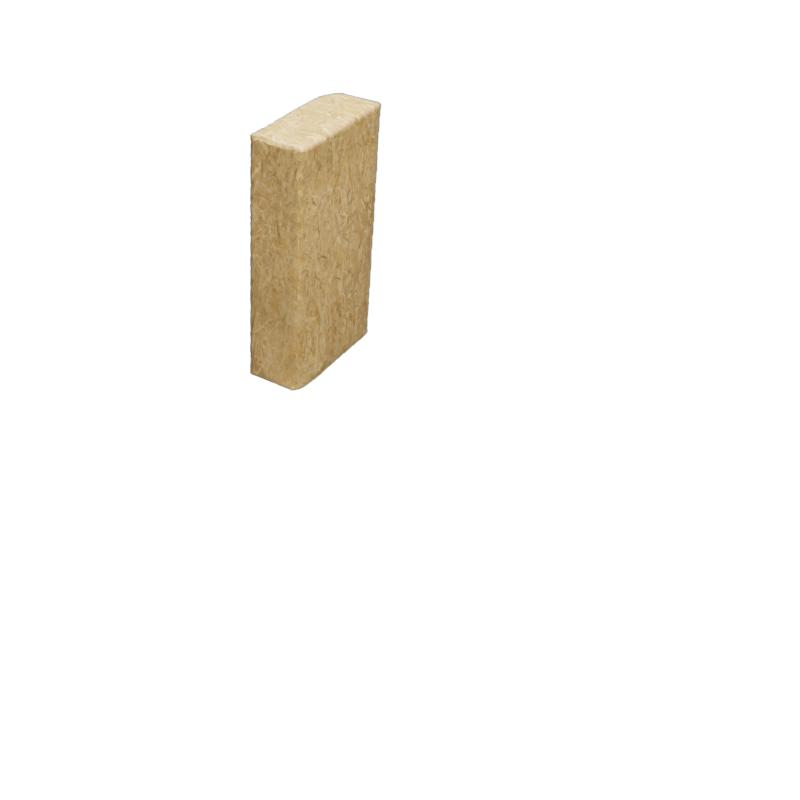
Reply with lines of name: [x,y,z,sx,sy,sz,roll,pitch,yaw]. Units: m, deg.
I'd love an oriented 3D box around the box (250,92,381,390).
box: [-0.056,-0.103,0.719,0.050,0.166,0.095,18,34,25]
